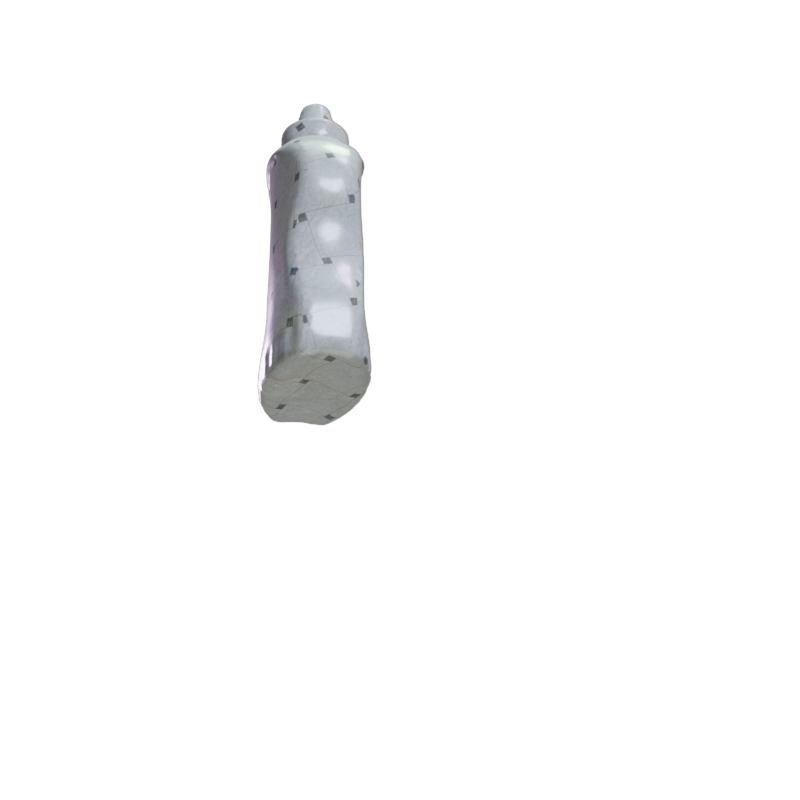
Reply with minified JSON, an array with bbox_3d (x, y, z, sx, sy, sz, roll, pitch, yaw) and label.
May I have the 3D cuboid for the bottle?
[{"bbox_3d":[-0.049,-0.090,0.633,0.057,0.204,0.091,4,-31,-11],"label":"bottle"}]
